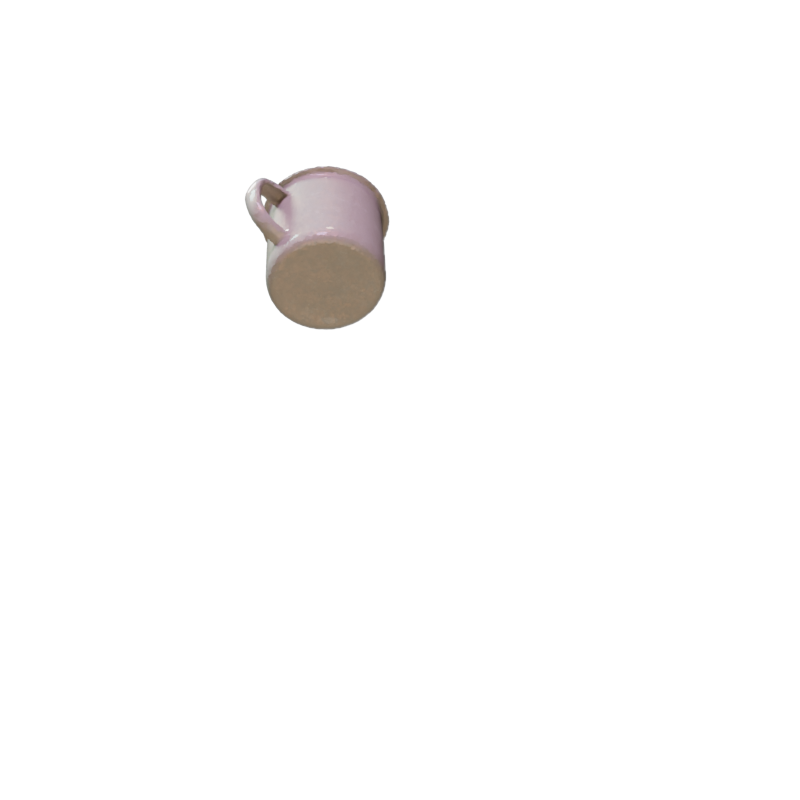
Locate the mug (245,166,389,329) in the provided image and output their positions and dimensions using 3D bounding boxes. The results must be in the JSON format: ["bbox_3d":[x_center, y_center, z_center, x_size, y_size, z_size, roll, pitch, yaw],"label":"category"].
[{"bbox_3d":[-0.060,-0.110,0.770,0.092,0.087,0.111,-38,-61,24],"label":"mug"}]
